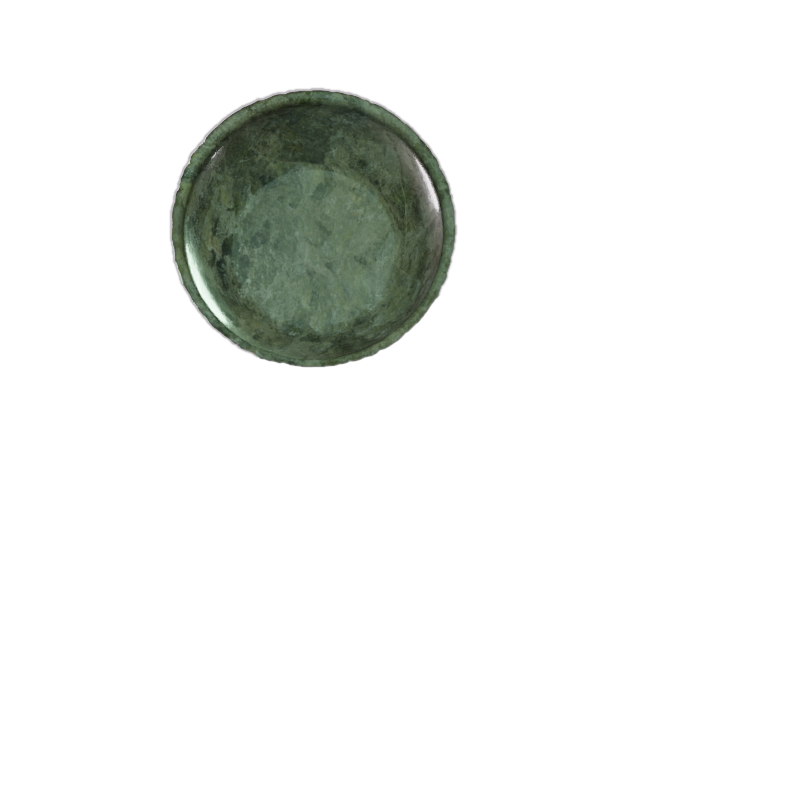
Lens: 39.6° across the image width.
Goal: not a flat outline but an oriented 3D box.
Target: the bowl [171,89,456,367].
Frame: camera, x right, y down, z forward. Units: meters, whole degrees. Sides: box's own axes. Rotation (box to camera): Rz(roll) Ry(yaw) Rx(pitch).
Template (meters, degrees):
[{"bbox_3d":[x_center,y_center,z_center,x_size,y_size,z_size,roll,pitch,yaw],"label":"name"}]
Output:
[{"bbox_3d":[-0.047,-0.086,0.604,0.162,0.157,0.057,0,14,-1],"label":"bowl"}]
